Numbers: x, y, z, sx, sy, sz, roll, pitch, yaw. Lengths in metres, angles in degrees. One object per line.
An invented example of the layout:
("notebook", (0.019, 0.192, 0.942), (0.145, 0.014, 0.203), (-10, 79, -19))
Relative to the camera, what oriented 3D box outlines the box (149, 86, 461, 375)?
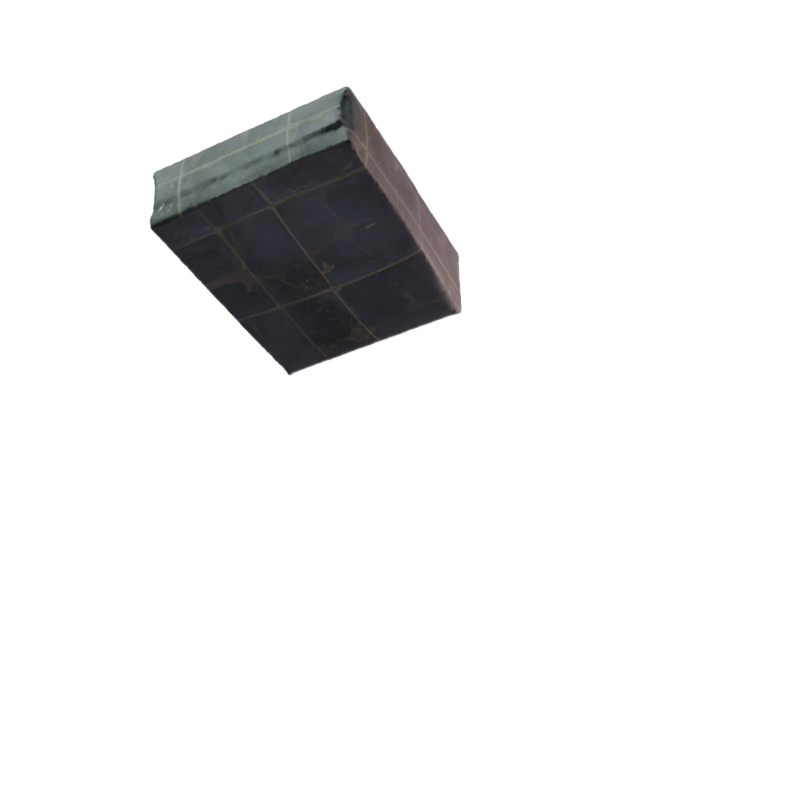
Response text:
("box", (-0.036, -0.066, 0.460), (0.090, 0.042, 0.105), (-19, -45, 19))
